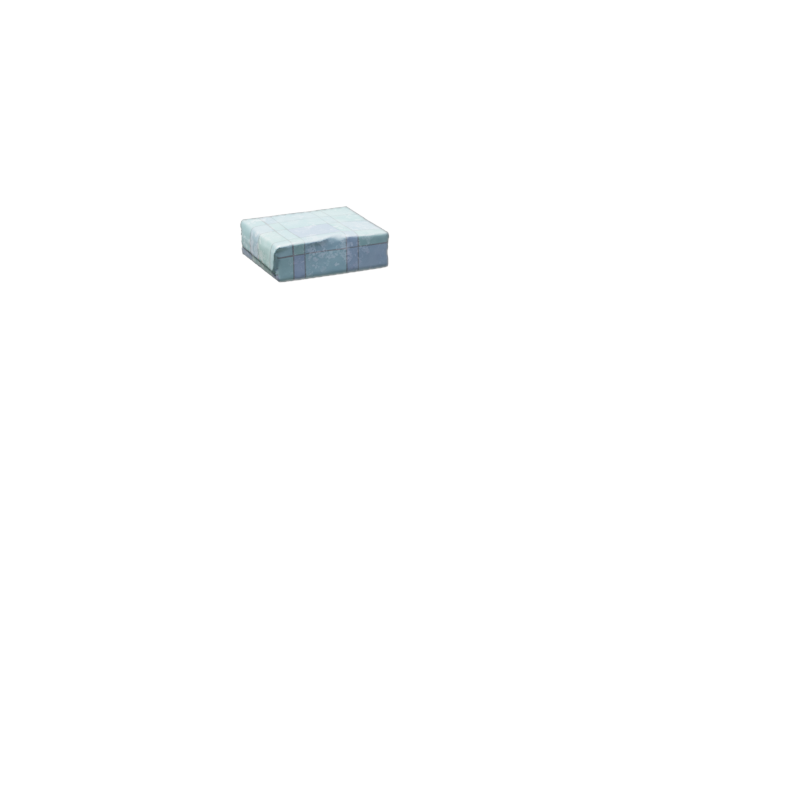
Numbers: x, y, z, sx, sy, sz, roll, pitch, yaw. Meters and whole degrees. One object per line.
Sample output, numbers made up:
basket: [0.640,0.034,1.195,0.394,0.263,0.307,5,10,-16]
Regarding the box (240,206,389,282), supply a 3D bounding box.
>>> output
box: [-0.063,-0.115,0.807,0.087,0.029,0.078,-11,26,-23]
